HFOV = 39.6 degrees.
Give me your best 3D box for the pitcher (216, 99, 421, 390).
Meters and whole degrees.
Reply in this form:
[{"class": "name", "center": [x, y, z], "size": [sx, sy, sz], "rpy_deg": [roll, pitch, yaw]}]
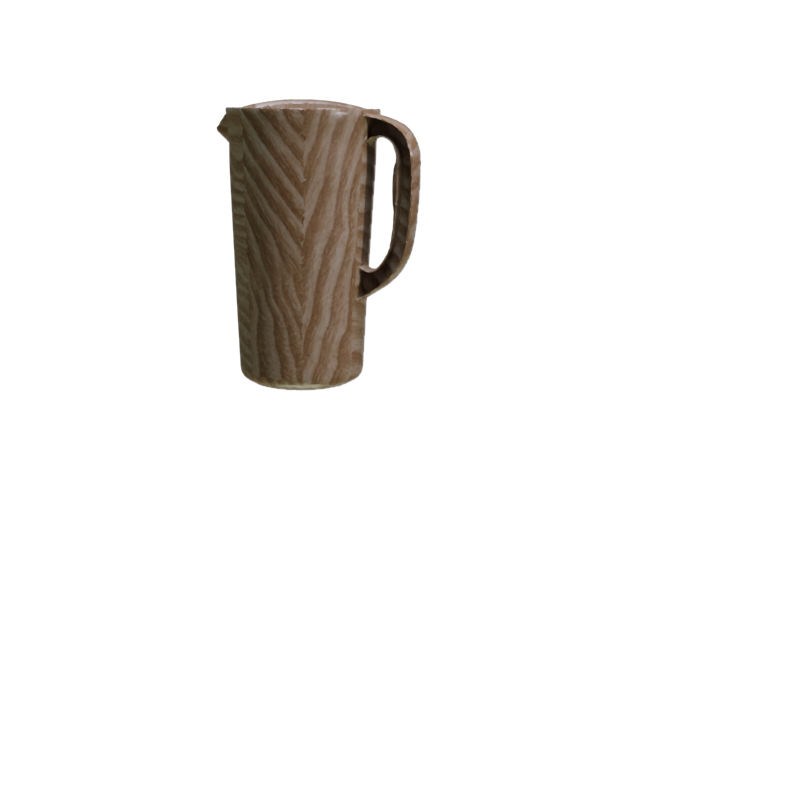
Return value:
[{"class": "pitcher", "center": [-0.075, -0.136, 0.954], "size": [0.141, 0.238, 0.156], "rpy_deg": [-3, 10, -21]}]
